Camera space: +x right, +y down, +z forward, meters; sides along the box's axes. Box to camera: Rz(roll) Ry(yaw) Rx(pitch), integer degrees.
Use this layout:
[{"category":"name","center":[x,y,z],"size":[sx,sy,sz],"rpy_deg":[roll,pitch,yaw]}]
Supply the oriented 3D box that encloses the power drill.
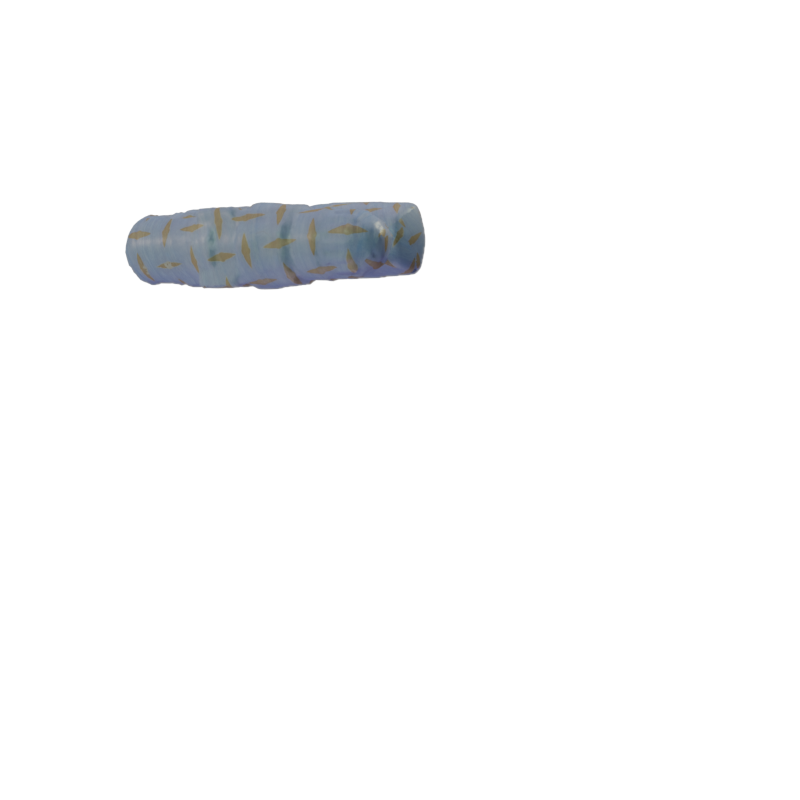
[{"category":"power drill","center":[-0.057,-0.104,0.730],"size":[0.191,0.057,0.183],"rpy_deg":[4,9,30]}]
